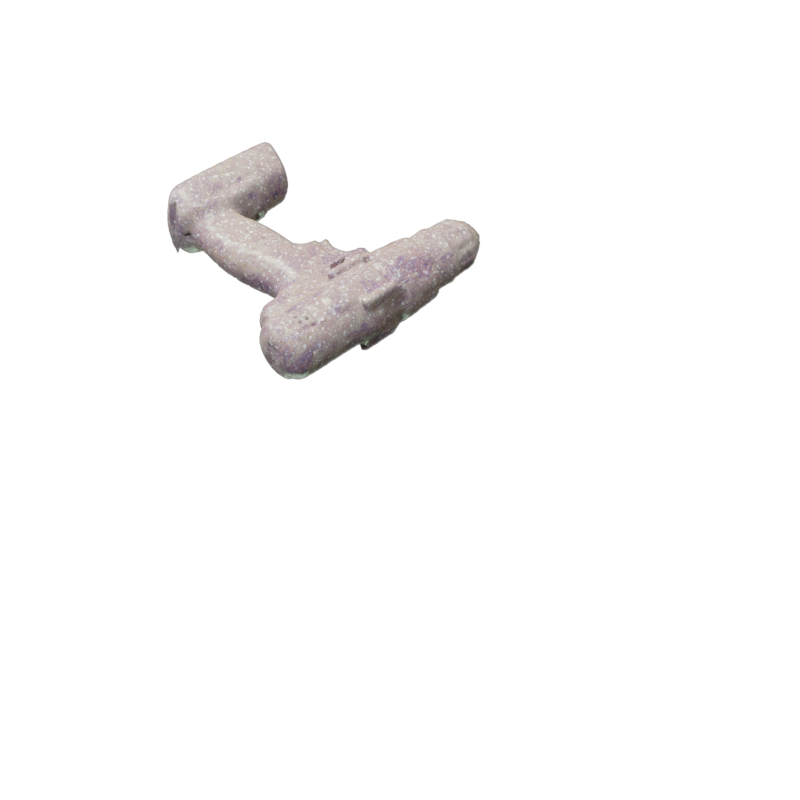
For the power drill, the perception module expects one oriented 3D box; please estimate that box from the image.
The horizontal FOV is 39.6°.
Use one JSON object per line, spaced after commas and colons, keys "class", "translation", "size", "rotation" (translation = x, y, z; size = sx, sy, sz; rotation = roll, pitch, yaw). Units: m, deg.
{"class": "power drill", "translation": [-0.062, -0.113, 0.793], "size": [0.185, 0.053, 0.201], "rotation": [-32, 53, -29]}
